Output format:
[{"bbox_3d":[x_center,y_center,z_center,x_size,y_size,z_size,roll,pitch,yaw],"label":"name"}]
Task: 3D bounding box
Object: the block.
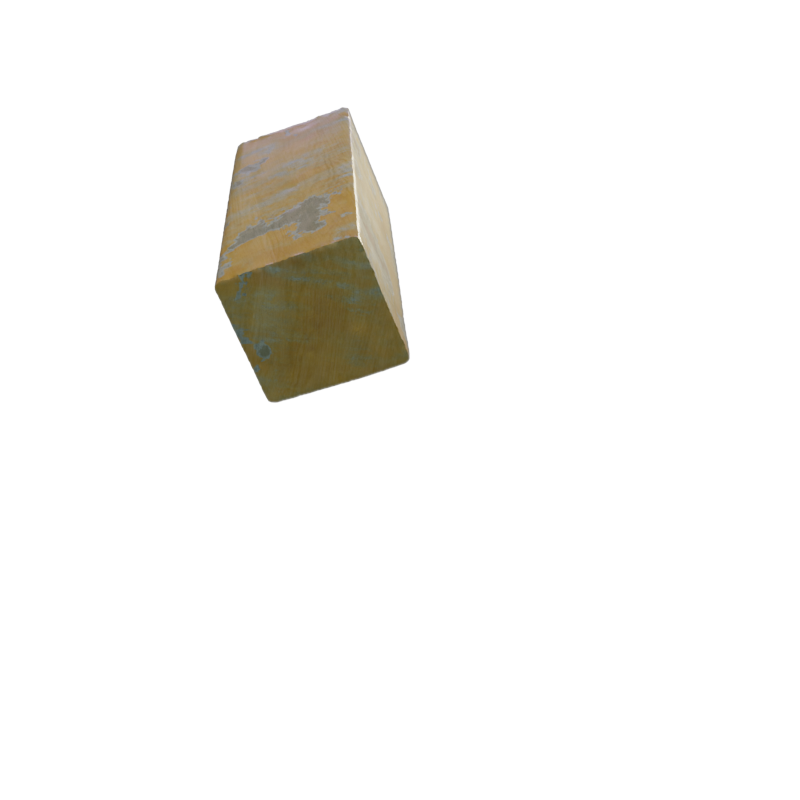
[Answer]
[{"bbox_3d":[-0.057,-0.102,0.721,0.090,0.085,0.220,-18,32,8],"label":"block"}]
